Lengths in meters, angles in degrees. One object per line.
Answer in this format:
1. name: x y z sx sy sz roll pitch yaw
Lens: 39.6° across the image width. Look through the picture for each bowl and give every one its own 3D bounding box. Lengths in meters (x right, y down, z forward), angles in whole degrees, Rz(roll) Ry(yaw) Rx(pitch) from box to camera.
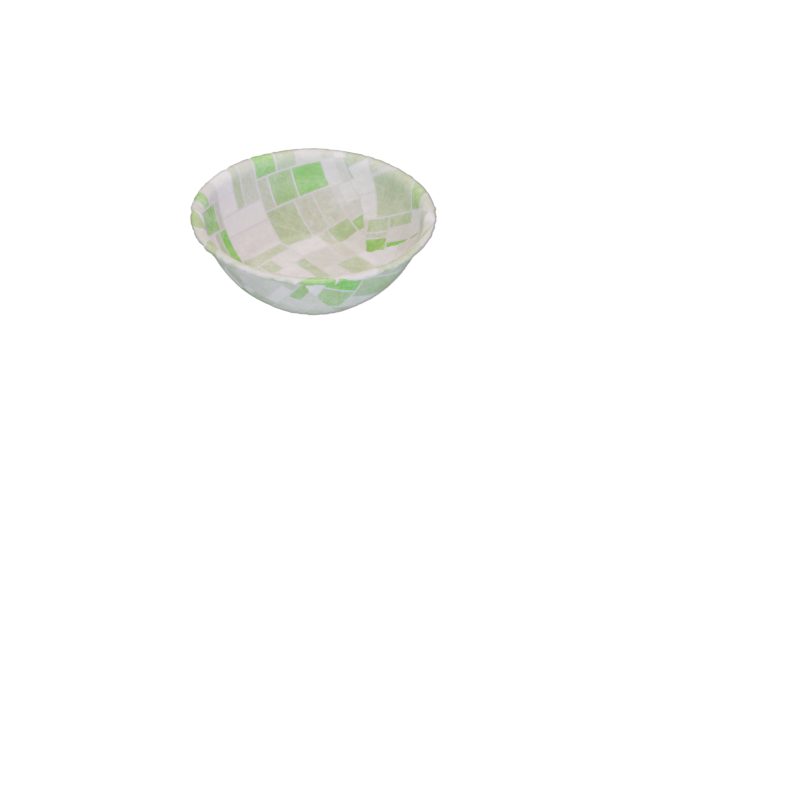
1. bowl: -0.058 -0.106 0.744 0.162 0.051 0.174 -1 40 -2
